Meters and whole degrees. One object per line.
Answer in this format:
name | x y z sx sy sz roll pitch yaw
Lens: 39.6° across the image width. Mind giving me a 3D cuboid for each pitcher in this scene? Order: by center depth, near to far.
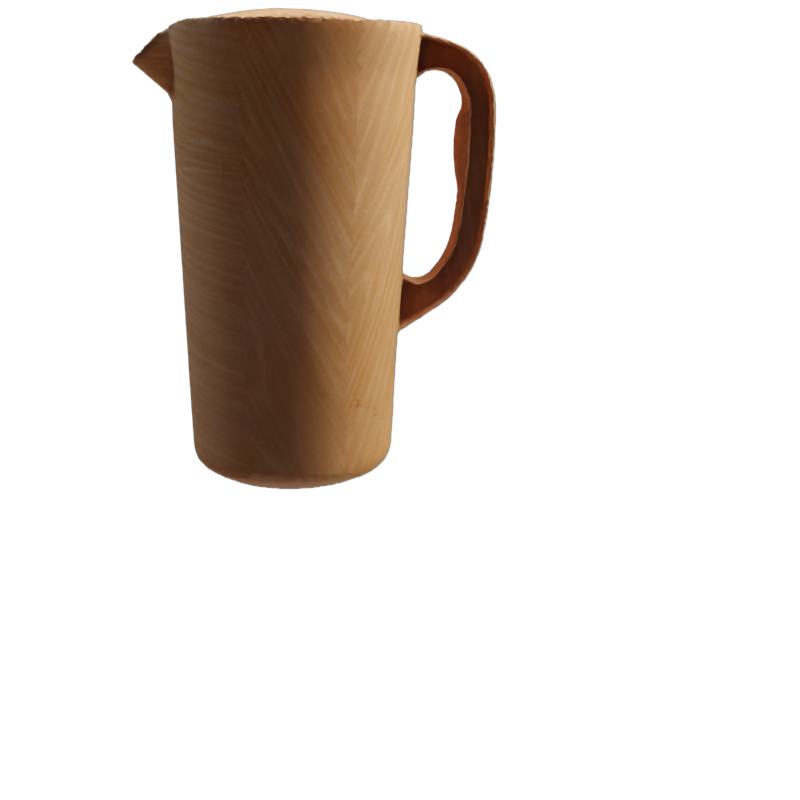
pitcher | -0.046 -0.084 0.591 0.157 0.237 0.141 10 14 39
